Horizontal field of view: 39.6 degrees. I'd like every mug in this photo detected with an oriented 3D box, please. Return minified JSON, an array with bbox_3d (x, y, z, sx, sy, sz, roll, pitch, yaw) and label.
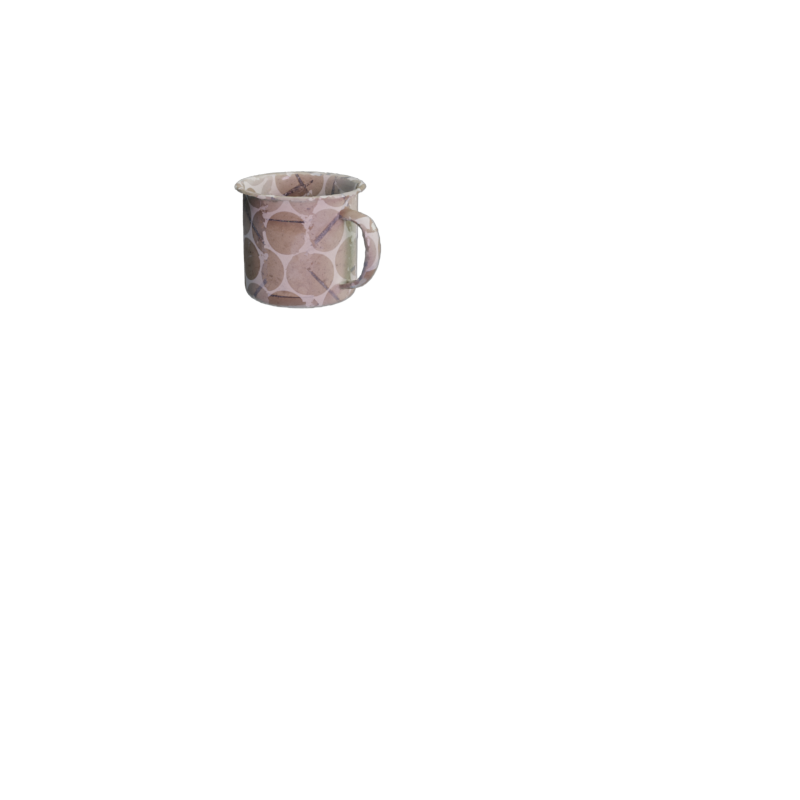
[{"bbox_3d":[-0.062,-0.112,0.786,0.123,0.078,0.092,15,24,35],"label":"mug"}]
